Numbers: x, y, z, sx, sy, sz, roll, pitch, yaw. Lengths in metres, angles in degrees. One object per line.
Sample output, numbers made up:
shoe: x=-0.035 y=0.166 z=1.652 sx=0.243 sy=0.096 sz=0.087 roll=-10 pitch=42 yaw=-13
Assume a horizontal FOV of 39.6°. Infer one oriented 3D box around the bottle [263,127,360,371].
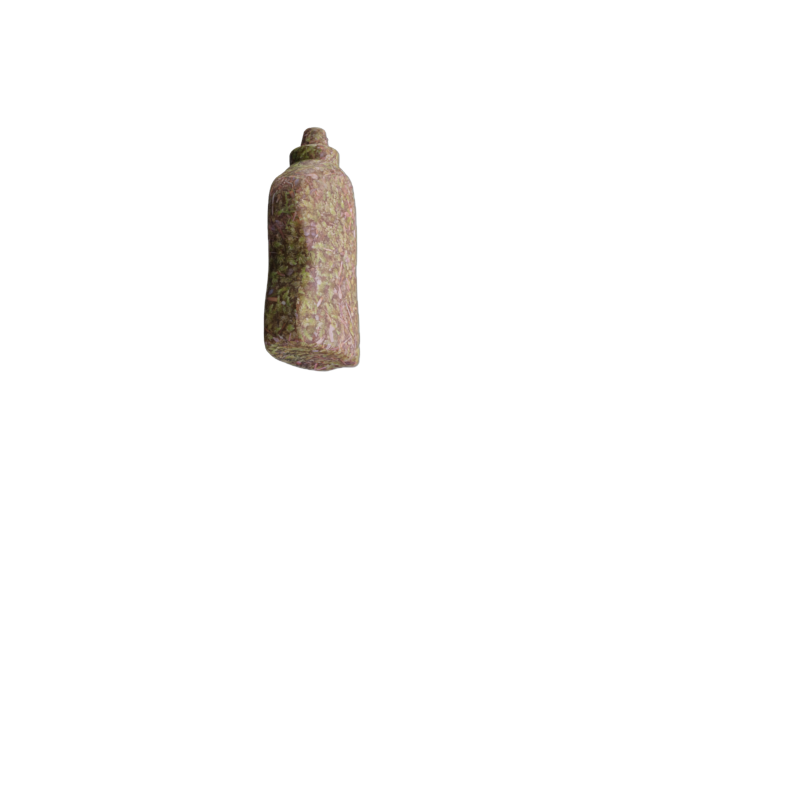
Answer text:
bottle: x=-0.068 y=-0.125 z=0.873 sx=0.059 sy=0.200 sz=0.090 roll=-12 pitch=-21 yaw=29
